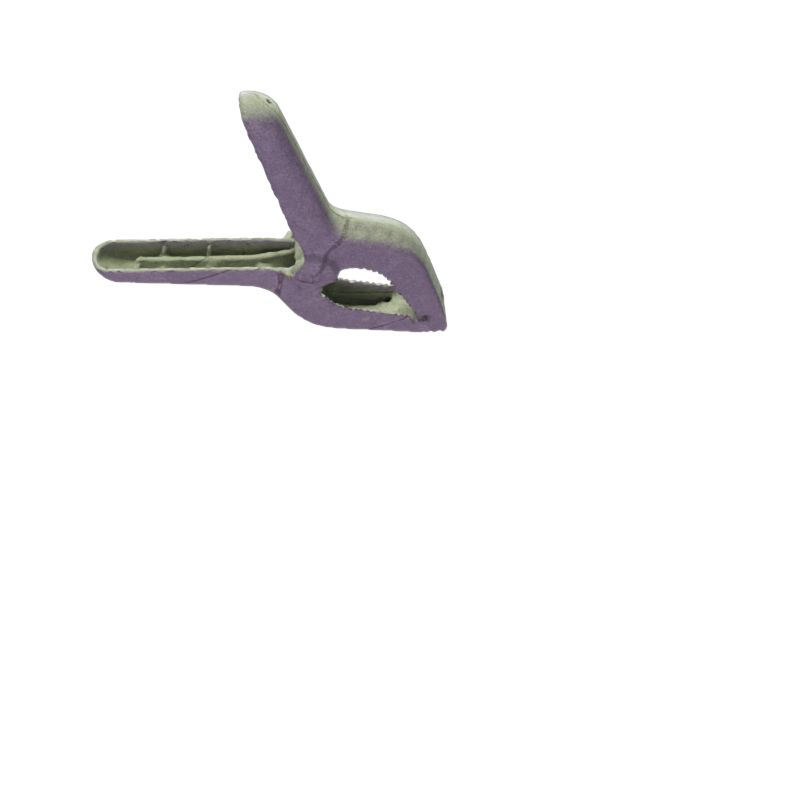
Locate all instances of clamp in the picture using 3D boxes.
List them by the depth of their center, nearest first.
[{"bbox_3d":[-0.050,-0.090,0.633,0.201,0.039,0.161,18,-38,-26],"label":"clamp"}]
